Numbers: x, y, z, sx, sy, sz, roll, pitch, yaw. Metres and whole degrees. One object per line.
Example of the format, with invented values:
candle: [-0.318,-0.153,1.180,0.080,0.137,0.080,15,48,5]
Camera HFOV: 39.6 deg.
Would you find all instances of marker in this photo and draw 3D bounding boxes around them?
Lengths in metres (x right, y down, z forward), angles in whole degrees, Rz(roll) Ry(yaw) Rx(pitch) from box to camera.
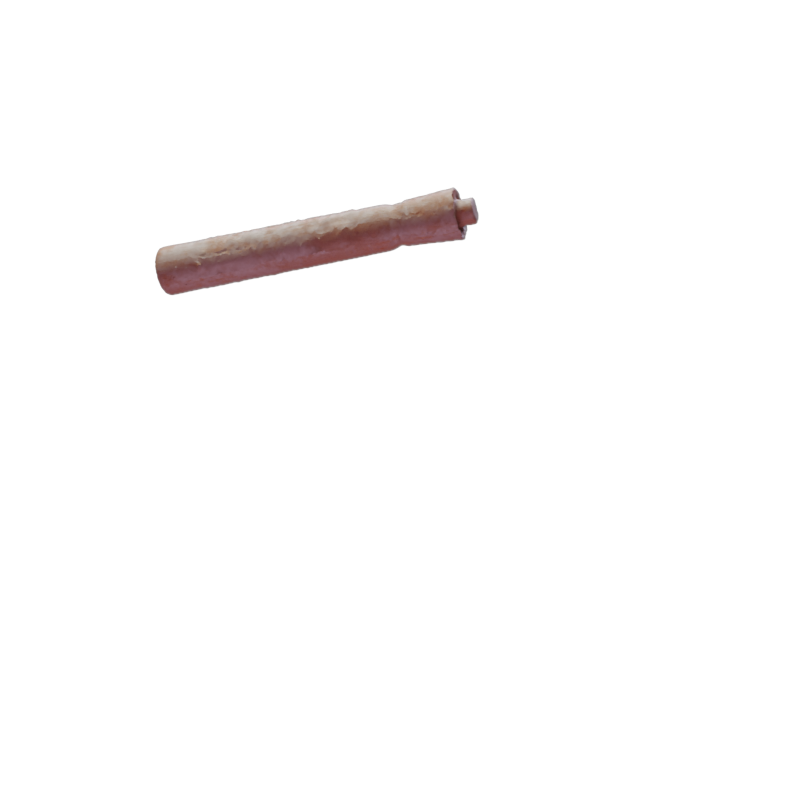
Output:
marker: [-0.032,-0.058,0.404,0.123,0.020,0.019,-9,1,18]
